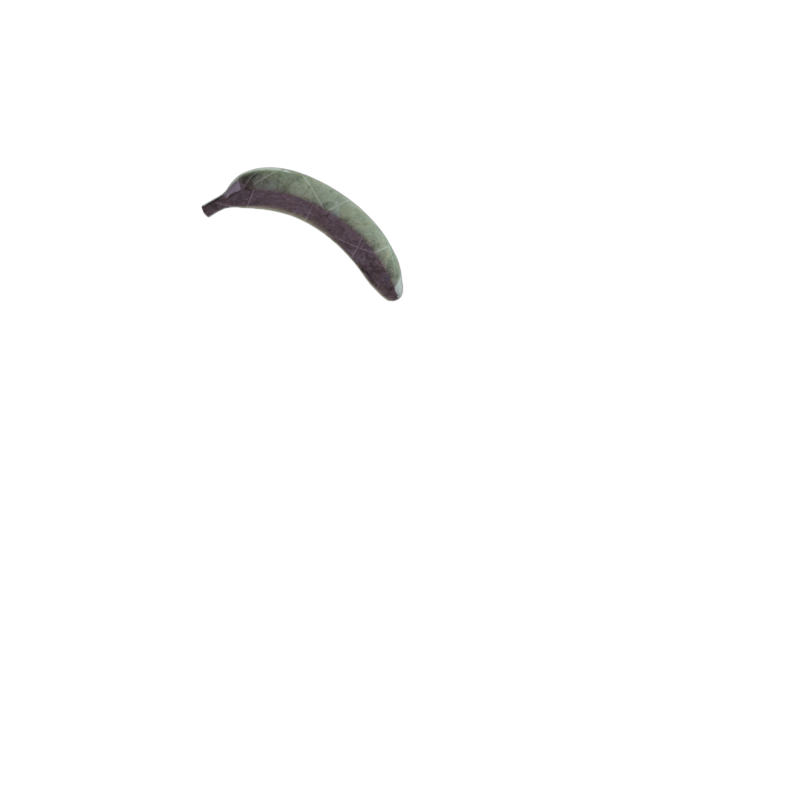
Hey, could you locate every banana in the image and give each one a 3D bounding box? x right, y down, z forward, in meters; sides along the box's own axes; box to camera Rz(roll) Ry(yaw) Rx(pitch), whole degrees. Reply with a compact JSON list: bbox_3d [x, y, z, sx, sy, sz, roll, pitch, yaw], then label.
[{"bbox_3d":[-0.069,-0.152,0.957,0.191,0.067,0.039,25,31,-17],"label":"banana"}]
